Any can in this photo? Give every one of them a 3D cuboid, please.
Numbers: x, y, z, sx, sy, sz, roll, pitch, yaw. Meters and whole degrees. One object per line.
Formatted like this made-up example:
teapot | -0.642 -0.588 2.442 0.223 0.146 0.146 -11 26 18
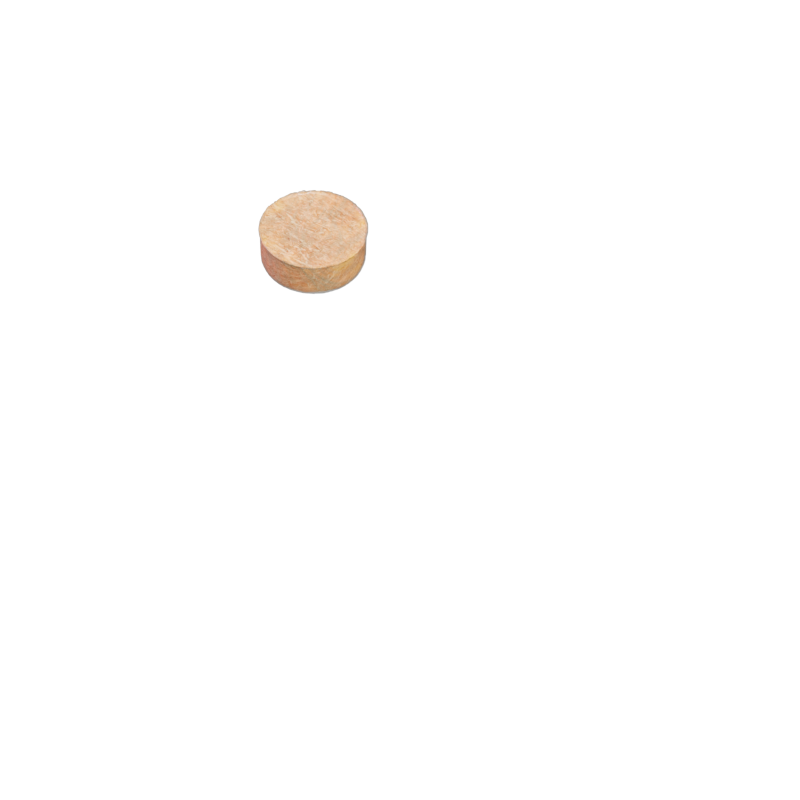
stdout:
can | -0.069 -0.125 0.877 0.086 0.092 0.031 -1 -40 -1
